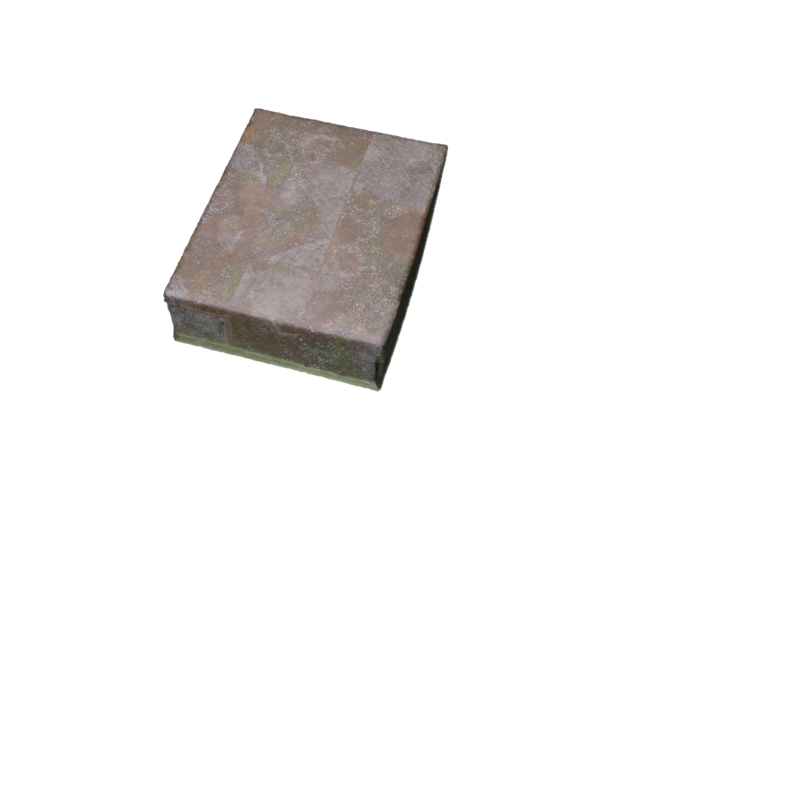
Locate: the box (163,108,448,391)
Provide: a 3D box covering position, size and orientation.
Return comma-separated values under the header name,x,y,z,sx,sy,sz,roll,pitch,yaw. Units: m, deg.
name,x,y,z,sx,sy,sz,roll,pitch,yaw
box,-0.036,-0.066,0.465,0.091,0.119,0.036,12,-37,9
